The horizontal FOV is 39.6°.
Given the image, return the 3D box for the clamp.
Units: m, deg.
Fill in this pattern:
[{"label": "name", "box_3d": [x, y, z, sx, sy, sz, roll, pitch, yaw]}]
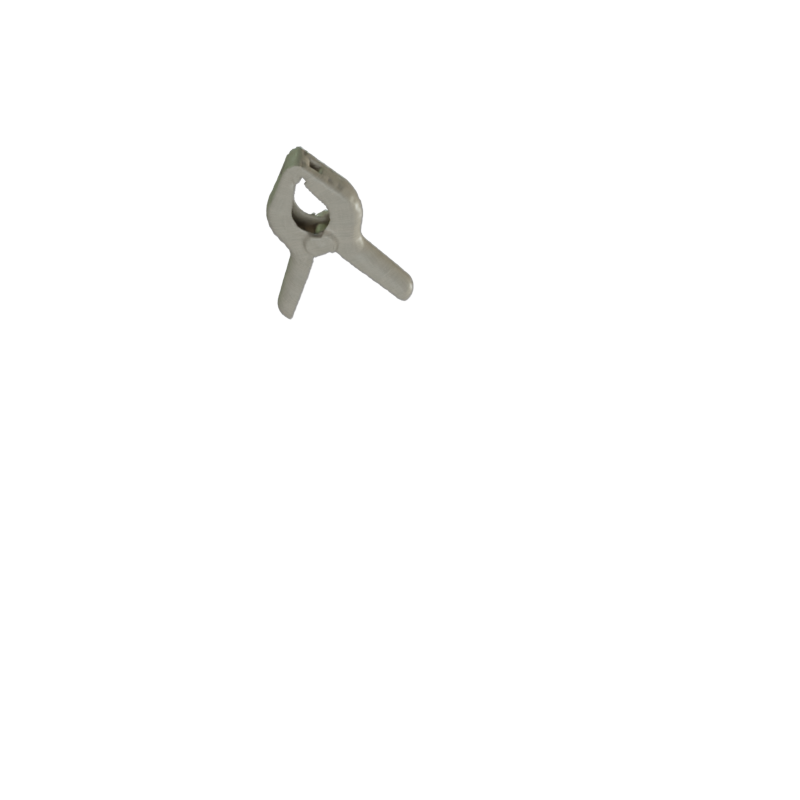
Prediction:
[{"label": "clamp", "box_3d": [-0.073, -0.133, 0.929, 0.121, 0.159, 0.042, -19, 36, 14]}]
